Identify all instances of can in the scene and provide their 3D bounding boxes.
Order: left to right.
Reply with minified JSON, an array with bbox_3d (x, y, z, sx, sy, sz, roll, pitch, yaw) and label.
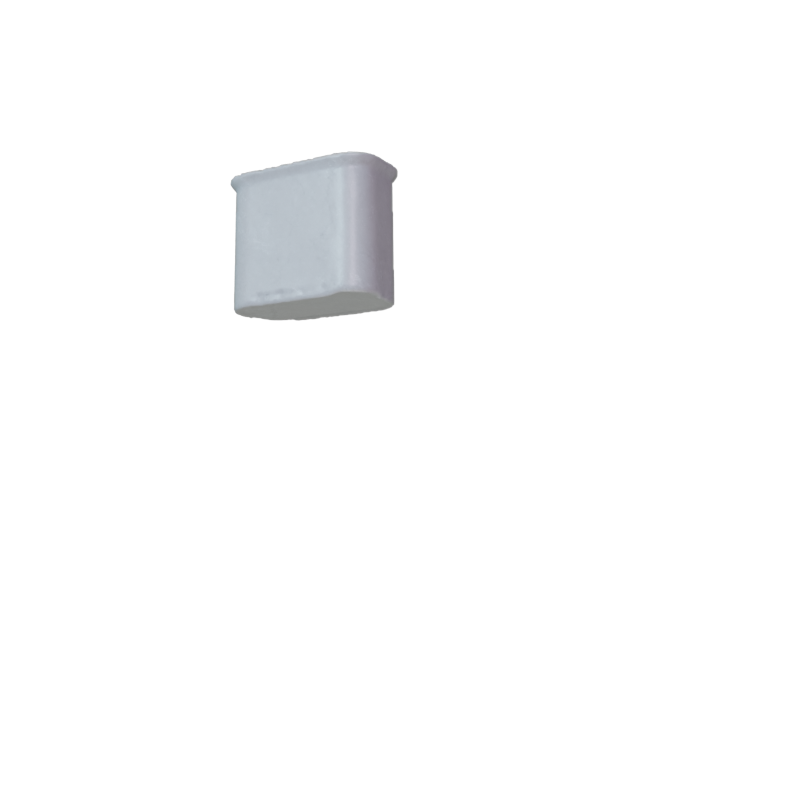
[{"bbox_3d":[-0.052,-0.095,0.667,0.104,0.087,0.054,-7,-14,29],"label":"can"}]
